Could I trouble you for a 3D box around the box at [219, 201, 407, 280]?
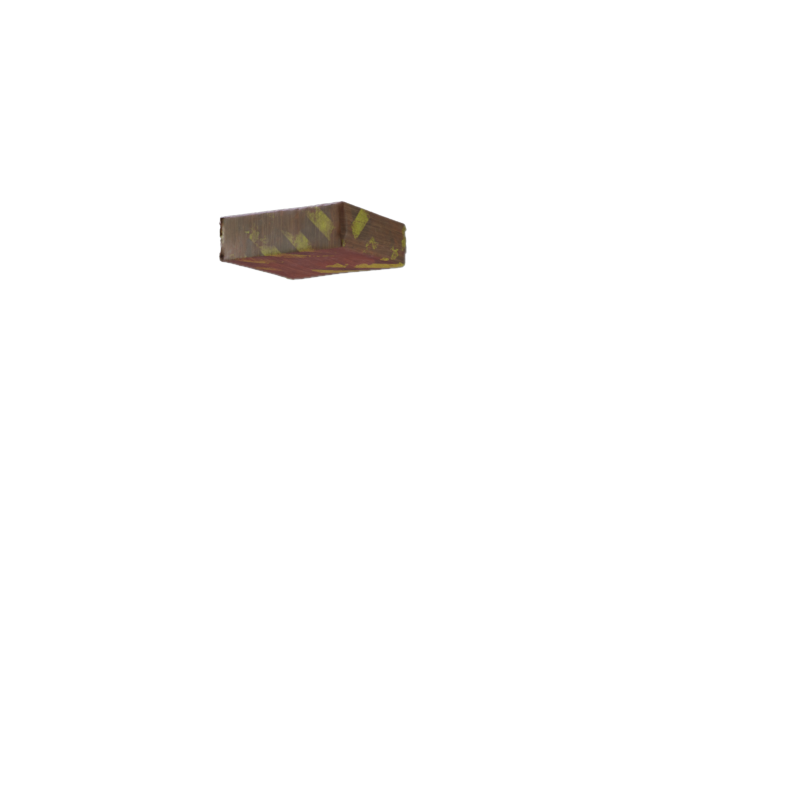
[{"bbox_3d":[-0.065,-0.118,0.827,0.117,0.040,0.085,-4,-7,32],"label":"box"}]
